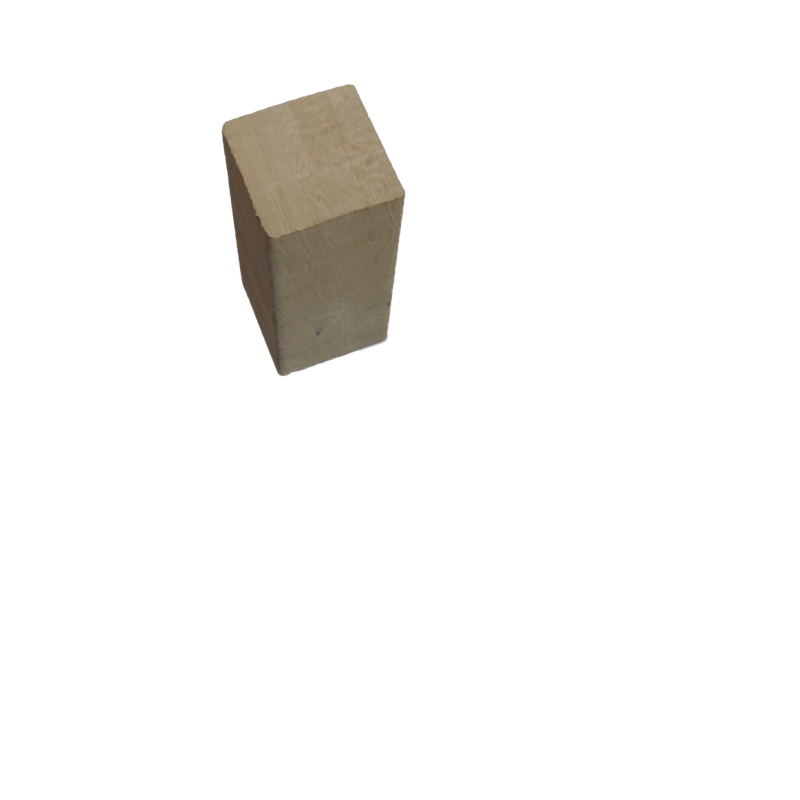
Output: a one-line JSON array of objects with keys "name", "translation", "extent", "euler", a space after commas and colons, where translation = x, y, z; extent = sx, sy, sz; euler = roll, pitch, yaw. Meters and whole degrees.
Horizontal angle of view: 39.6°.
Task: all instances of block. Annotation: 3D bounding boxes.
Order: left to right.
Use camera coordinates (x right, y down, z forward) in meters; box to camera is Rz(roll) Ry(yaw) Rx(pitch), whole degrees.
[{"name": "block", "translation": [-0.060, -0.107, 0.752], "extent": [0.090, 0.096, 0.195], "euler": [-19, -21, -11]}]
